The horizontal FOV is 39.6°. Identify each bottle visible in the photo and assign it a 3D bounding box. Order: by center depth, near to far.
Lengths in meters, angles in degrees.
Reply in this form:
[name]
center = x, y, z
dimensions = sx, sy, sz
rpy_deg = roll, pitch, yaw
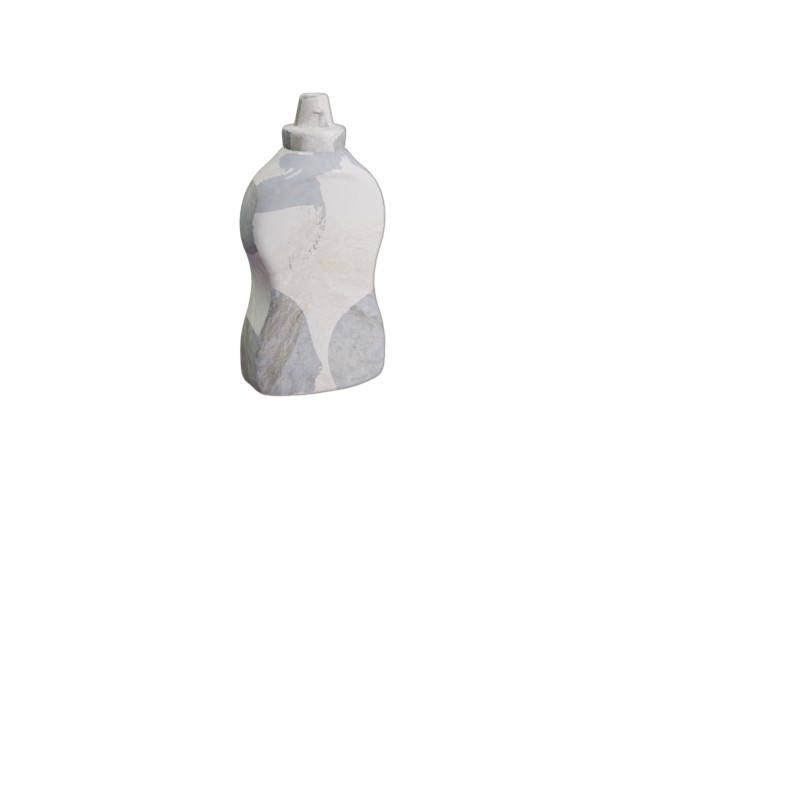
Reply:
[bottle]
center = -0.056, -0.103, 0.719
dimensions = 0.094, 0.185, 0.062
rpy_deg = -6, 16, -24
